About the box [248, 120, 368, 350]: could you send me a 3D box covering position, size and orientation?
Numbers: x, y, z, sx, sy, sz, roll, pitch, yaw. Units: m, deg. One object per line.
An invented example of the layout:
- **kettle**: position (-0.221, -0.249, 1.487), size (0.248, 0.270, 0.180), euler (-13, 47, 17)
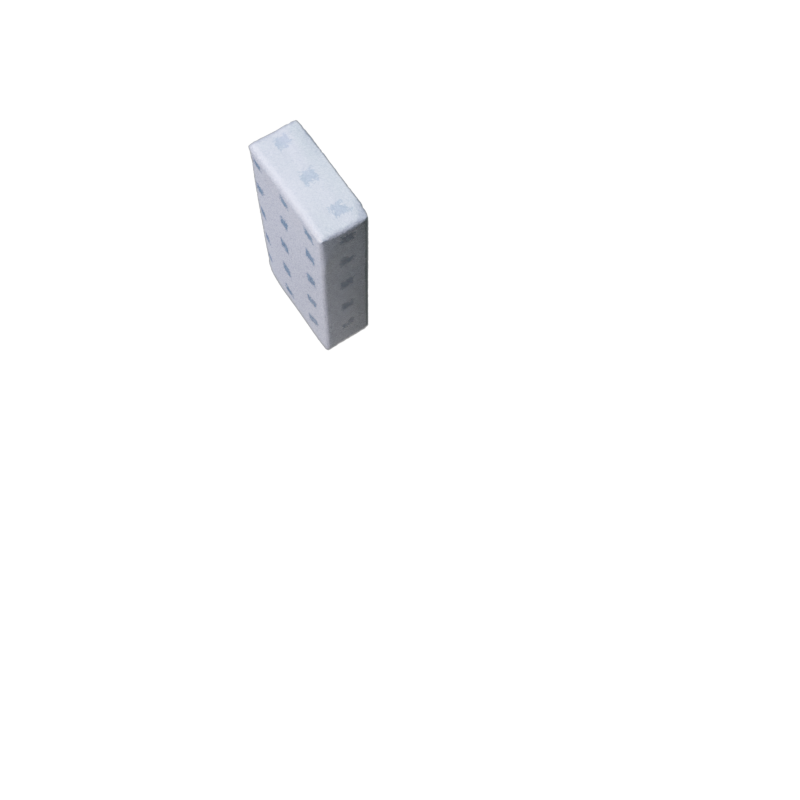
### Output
- **box**: position (-0.062, -0.114, 0.799), size (0.048, 0.099, 0.167), euler (-29, -19, -15)
